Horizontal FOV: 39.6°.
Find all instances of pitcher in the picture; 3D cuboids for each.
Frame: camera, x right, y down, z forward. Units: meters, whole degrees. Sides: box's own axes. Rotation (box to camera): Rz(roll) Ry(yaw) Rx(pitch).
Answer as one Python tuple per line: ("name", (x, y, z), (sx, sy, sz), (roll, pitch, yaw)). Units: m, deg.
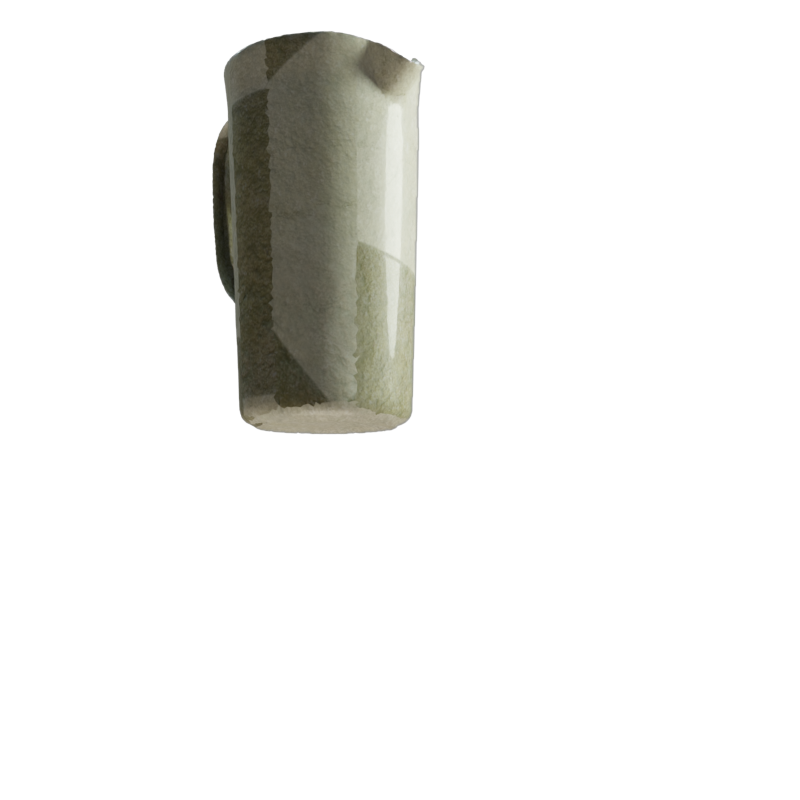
("pitcher", (-0.057, -0.103, 0.724), (0.145, 0.251, 0.145), (0, -12, -3))
